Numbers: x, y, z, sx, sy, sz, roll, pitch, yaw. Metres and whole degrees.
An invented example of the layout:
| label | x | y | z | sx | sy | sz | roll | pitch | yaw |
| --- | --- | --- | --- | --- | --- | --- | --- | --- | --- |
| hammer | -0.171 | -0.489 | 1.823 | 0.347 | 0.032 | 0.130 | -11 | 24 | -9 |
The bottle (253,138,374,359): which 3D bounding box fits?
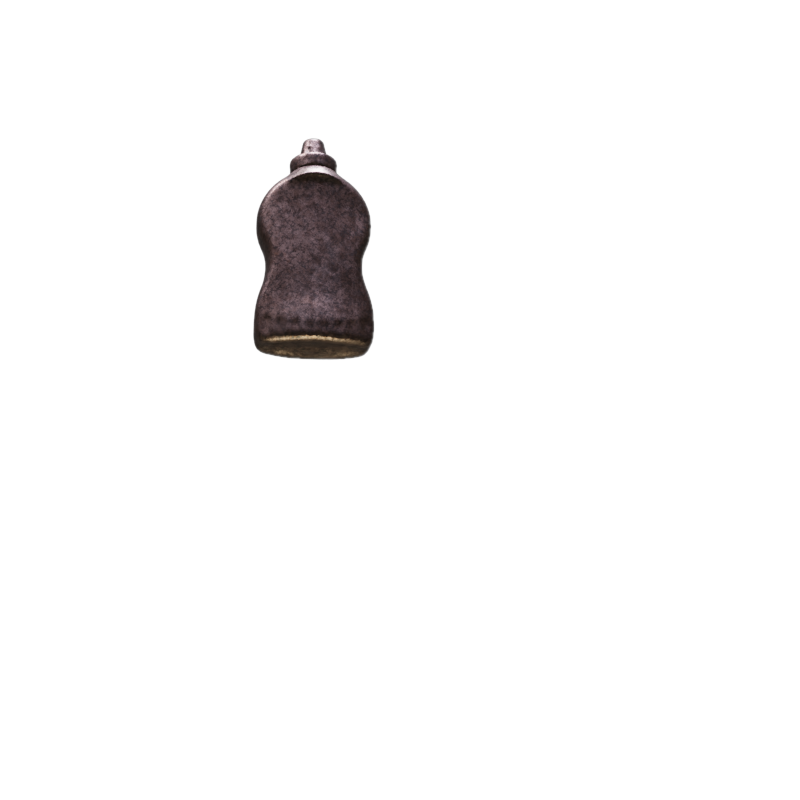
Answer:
| label | x | y | z | sx | sy | sz | roll | pitch | yaw |
| --- | --- | --- | --- | --- | --- | --- | --- | --- | --- |
| bottle | -0.073 | -0.132 | 0.926 | 0.095 | 0.202 | 0.056 | 1 | -23 | -6 |
